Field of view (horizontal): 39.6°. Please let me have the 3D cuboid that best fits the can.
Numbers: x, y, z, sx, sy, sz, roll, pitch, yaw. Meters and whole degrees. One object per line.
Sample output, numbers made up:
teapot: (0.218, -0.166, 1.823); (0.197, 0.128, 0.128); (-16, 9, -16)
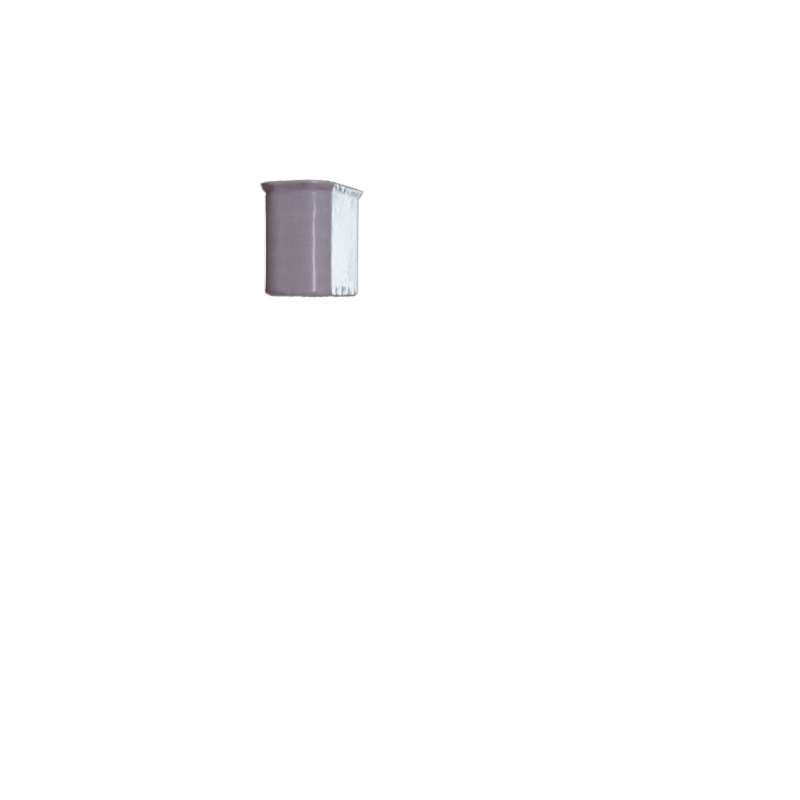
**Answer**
can: (-0.066, -0.120, 0.840); (0.059, 0.084, 0.100); (0, 2, 17)
